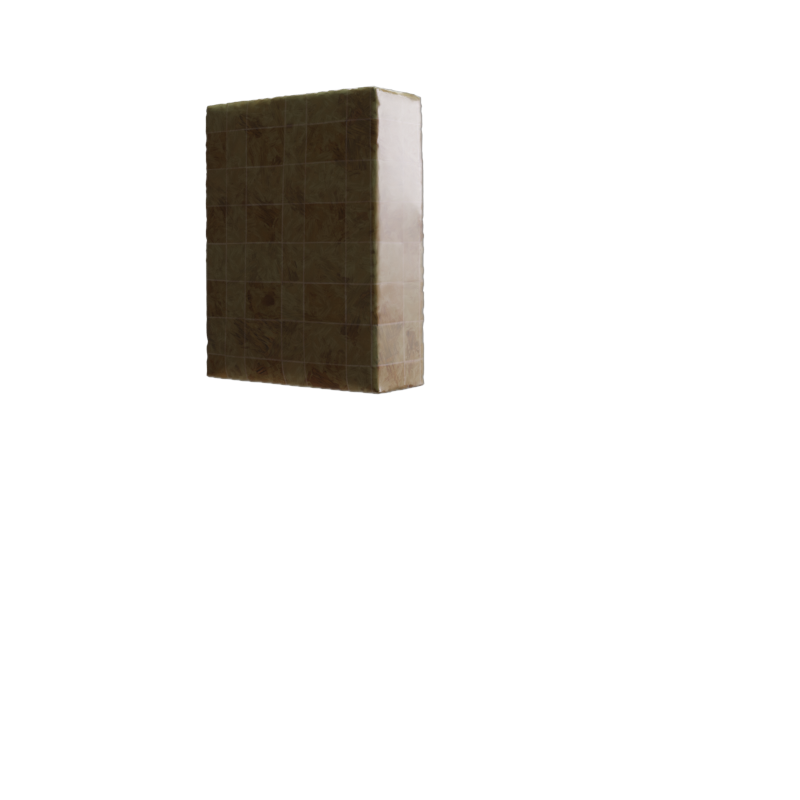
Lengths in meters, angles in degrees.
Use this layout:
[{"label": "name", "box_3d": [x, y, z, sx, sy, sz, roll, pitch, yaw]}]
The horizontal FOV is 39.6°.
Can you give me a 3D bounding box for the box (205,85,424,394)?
[{"label": "box", "box_3d": [-0.065, -0.119, 0.833, 0.171, 0.214, 0.069, 2, 1, 36]}]
